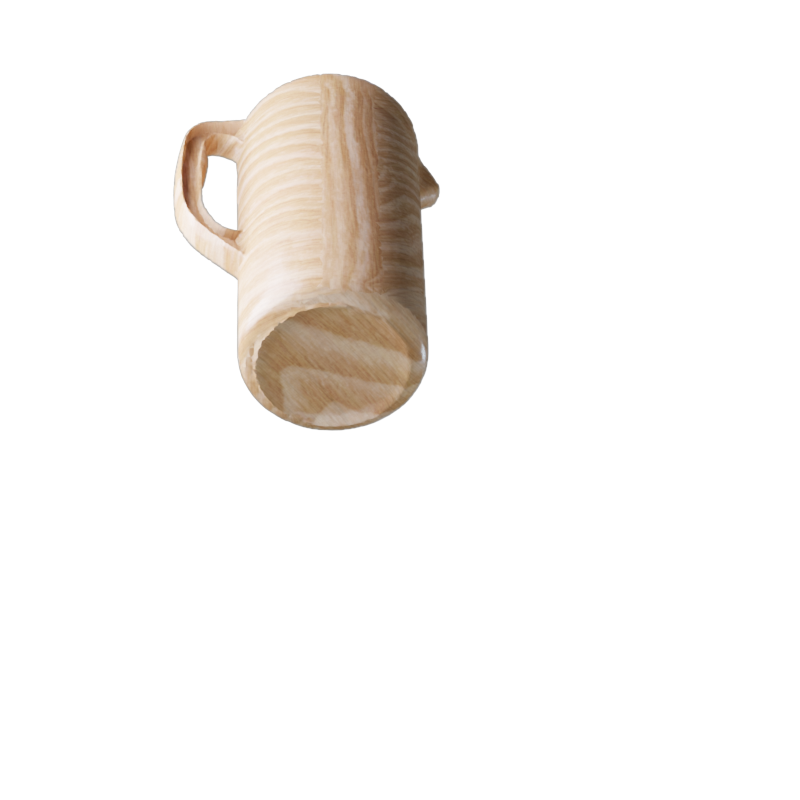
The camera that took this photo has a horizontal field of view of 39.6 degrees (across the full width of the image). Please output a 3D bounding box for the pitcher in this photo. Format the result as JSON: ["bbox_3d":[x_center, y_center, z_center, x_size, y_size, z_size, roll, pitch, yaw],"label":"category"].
[{"bbox_3d":[-0.056,-0.102,0.711,0.150,0.135,0.260,-22,37,14],"label":"pitcher"}]
